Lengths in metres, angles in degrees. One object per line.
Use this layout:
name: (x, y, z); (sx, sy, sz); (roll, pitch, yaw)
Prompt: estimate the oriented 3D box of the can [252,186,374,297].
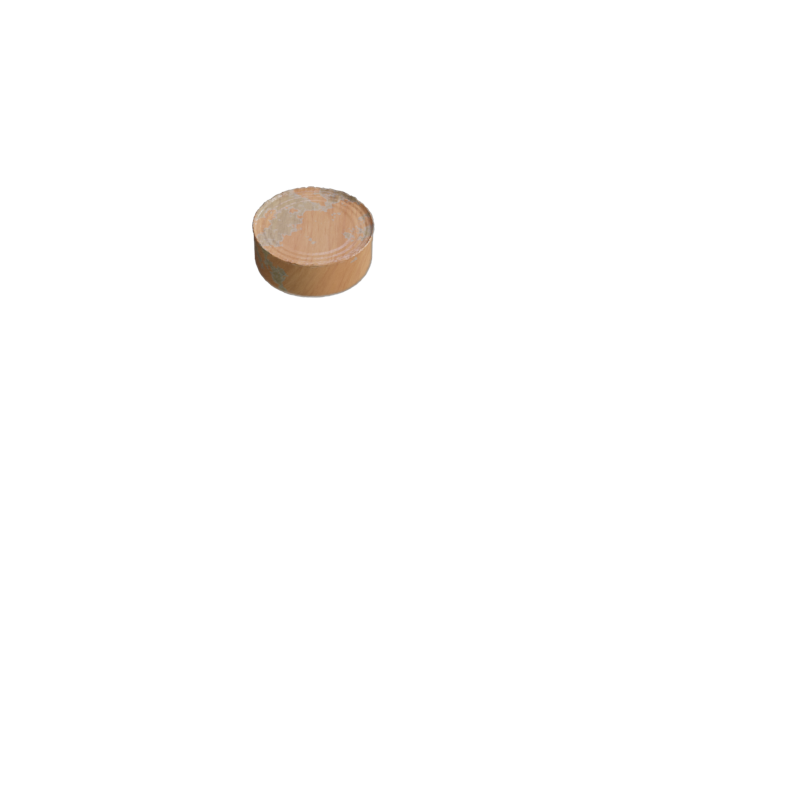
can: (-0.062, -0.112, 0.786); (0.086, 0.092, 0.031); (-1, -45, -1)
